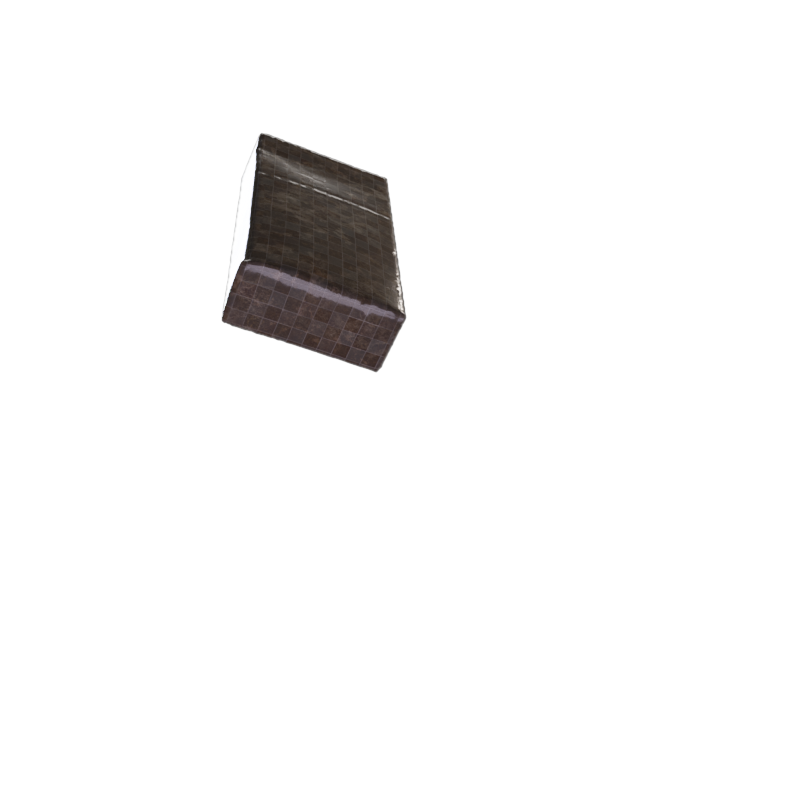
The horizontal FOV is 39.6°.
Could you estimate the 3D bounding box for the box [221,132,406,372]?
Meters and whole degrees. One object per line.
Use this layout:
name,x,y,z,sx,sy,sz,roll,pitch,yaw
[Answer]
box,-0.051,-0.093,0.656,0.091,0.046,0.187,17,28,-13
